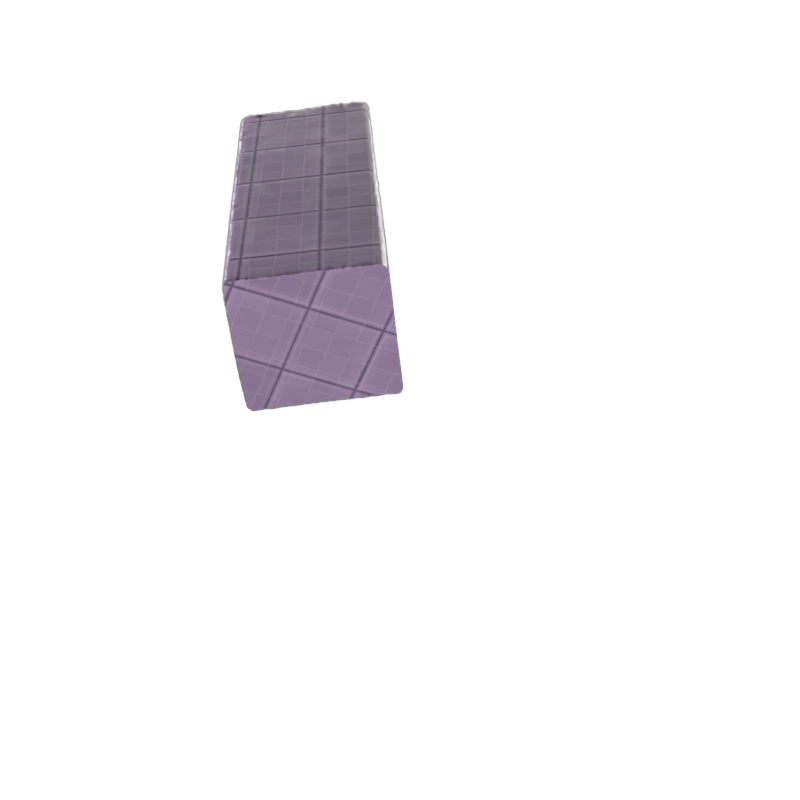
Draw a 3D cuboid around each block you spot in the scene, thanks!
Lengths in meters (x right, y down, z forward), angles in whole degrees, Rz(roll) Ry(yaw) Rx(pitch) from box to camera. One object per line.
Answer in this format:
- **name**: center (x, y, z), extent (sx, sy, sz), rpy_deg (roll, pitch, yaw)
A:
- **block**: center (-0.054, -0.098, 0.685), extent (0.091, 0.084, 0.220), rpy_deg (-7, 36, 2)
